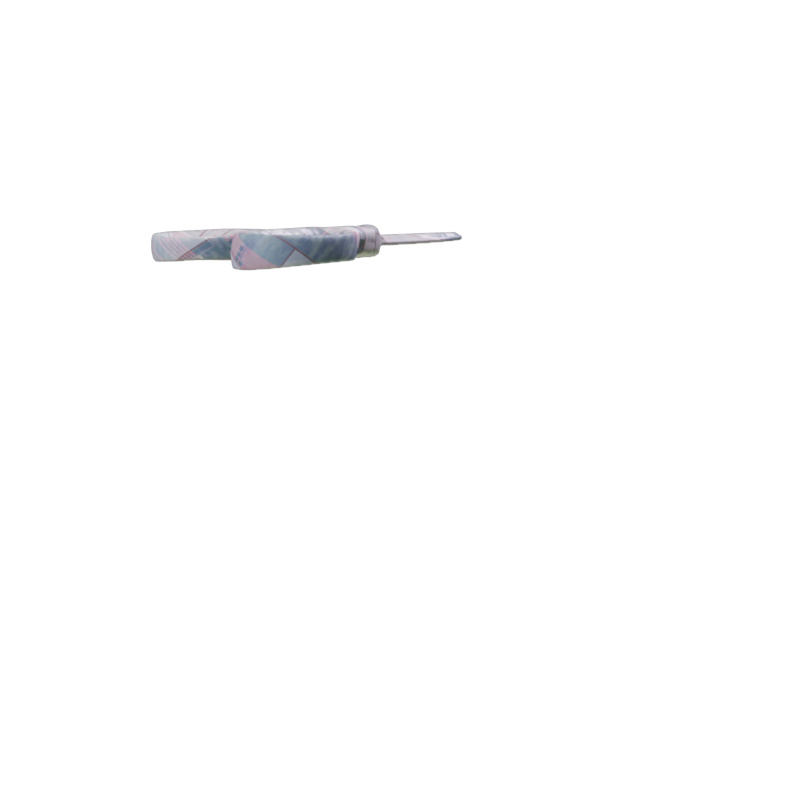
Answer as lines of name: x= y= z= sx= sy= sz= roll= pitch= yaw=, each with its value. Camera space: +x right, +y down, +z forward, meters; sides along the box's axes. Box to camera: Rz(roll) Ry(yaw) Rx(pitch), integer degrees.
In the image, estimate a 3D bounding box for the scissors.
scissors: x=-0.040 y=-0.073 z=0.512 sx=0.098 sy=0.015 sz=0.200 roll=3 pitch=10 yaw=16
